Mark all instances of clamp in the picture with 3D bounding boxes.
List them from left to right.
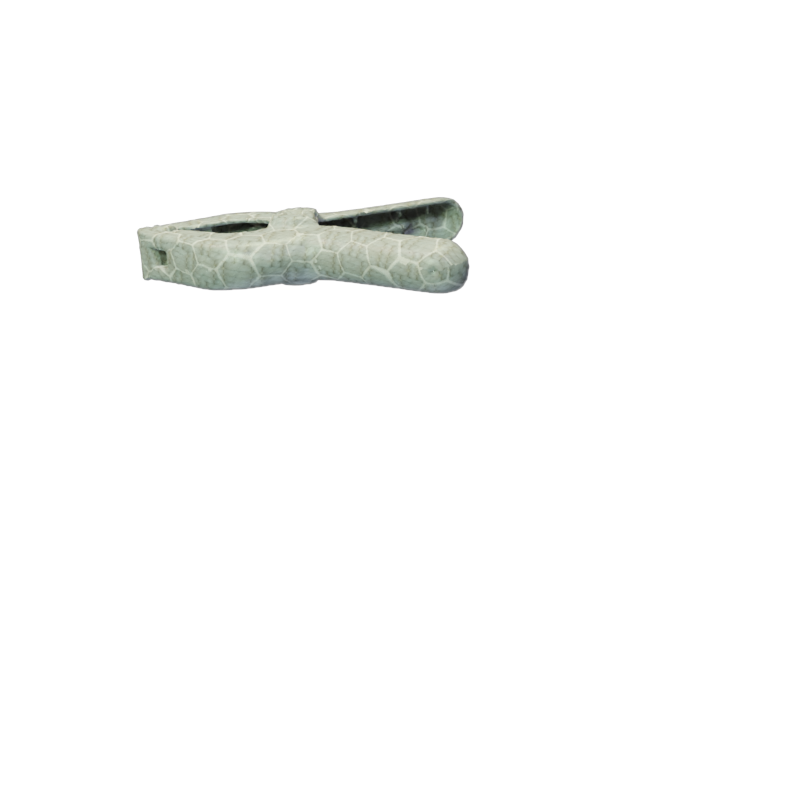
[{"bbox_3d":[-0.044,-0.081,0.567,0.175,0.038,0.121,4,16,13],"label":"clamp"}]
